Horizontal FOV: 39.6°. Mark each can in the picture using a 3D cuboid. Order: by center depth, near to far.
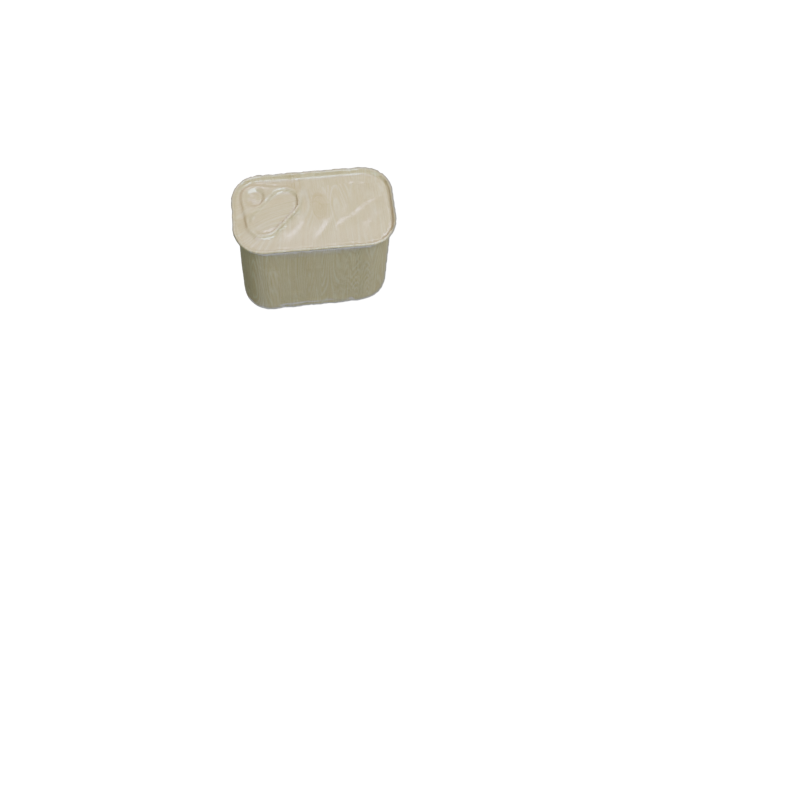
[{"bbox_3d":[-0.057,-0.103,0.724,0.101,0.061,0.079,-5,-25,-4],"label":"can"}]
